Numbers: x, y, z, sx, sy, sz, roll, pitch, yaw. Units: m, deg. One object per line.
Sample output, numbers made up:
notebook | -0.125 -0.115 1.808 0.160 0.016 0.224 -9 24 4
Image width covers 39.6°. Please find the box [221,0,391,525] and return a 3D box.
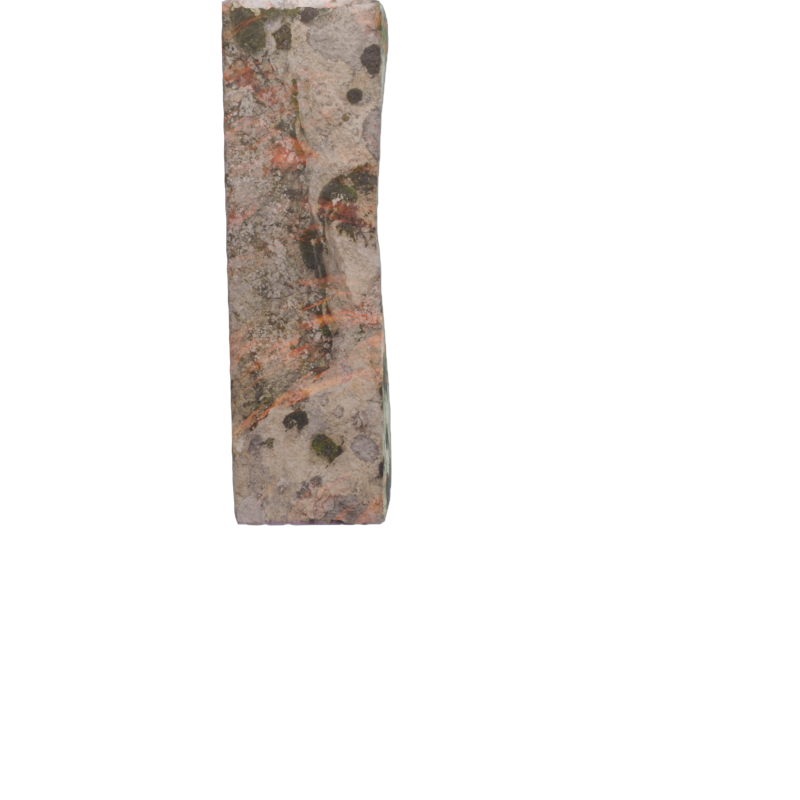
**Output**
box | -0.040 -0.074 0.516 0.072 0.209 0.169 0 12 -3
